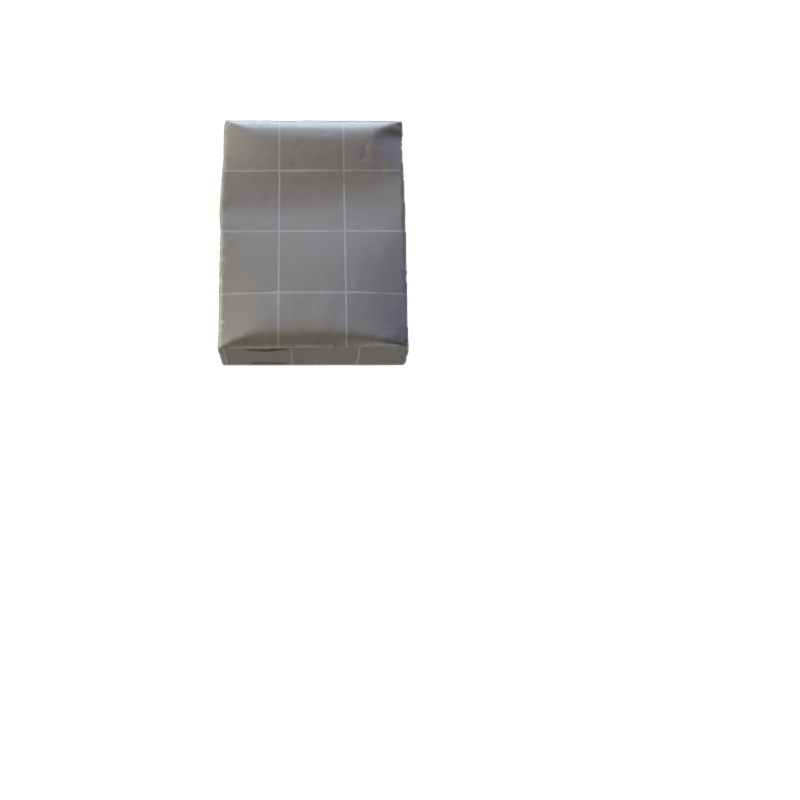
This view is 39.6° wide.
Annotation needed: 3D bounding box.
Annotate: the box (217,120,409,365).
[{"bbox_3d":[-0.077,-0.140,0.983,0.164,0.223,0.069,0,-18,-2],"label":"box"}]
